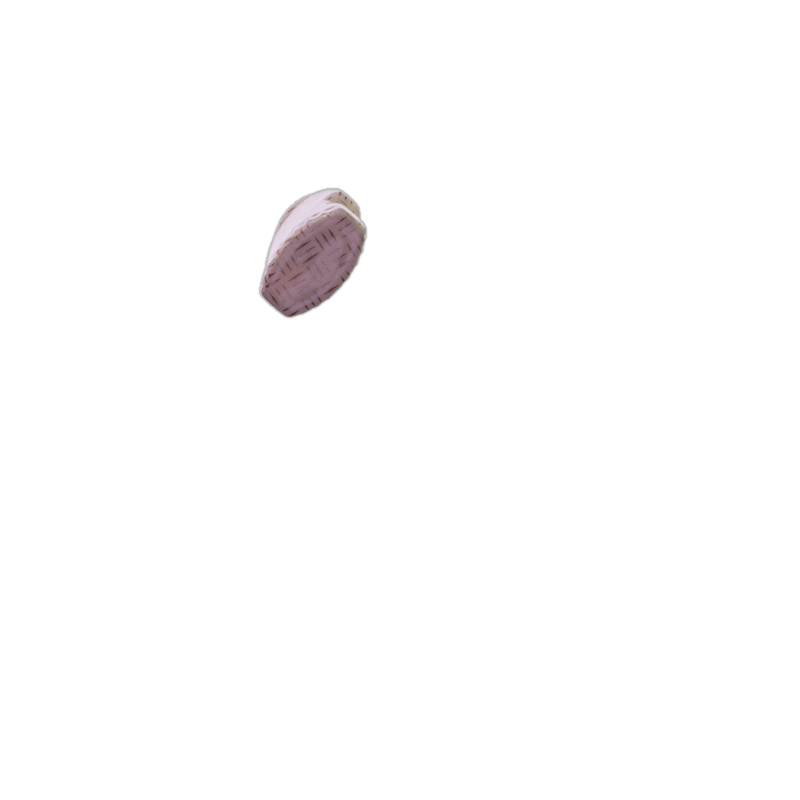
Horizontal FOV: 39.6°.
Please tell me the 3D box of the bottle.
[{"bbox_3d":[-0.075,-0.136,0.952,0.057,0.095,0.199,39,11,-15],"label":"bottle"}]
